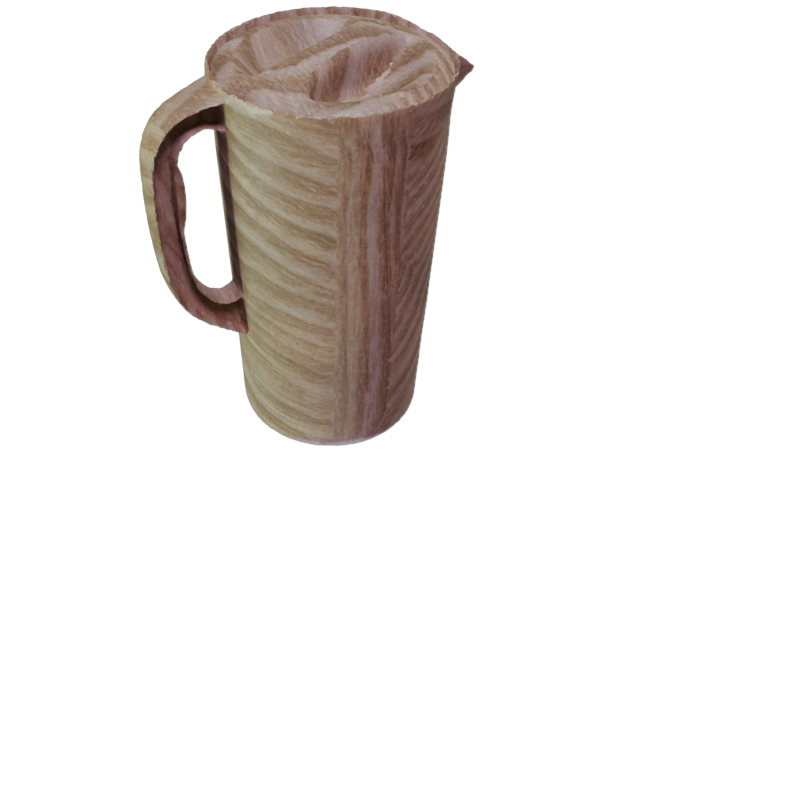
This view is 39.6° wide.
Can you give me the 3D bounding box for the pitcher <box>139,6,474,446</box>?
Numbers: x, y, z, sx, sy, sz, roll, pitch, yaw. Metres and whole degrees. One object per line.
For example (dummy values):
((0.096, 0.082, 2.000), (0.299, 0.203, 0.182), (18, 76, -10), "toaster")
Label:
((-0.050, -0.091, 0.637), (0.153, 0.227, 0.151), (13, 39, 13), "pitcher")
